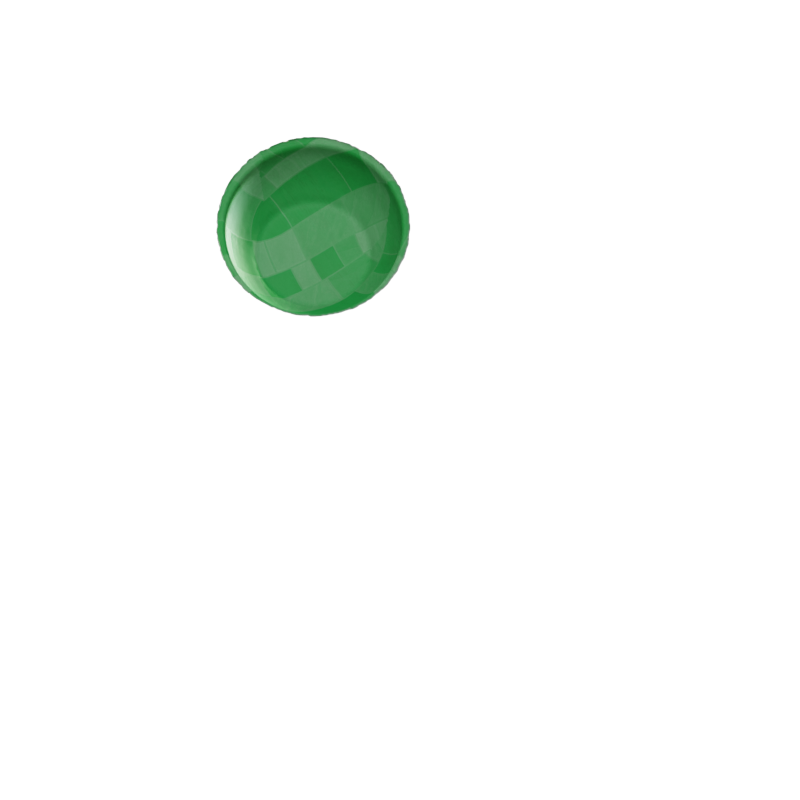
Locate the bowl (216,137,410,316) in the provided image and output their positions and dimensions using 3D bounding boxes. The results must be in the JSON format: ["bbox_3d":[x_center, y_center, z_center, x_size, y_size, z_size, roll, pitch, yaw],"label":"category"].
[{"bbox_3d":[-0.071,-0.129,0.902,0.162,0.154,0.058,1,26,-1],"label":"bowl"}]
